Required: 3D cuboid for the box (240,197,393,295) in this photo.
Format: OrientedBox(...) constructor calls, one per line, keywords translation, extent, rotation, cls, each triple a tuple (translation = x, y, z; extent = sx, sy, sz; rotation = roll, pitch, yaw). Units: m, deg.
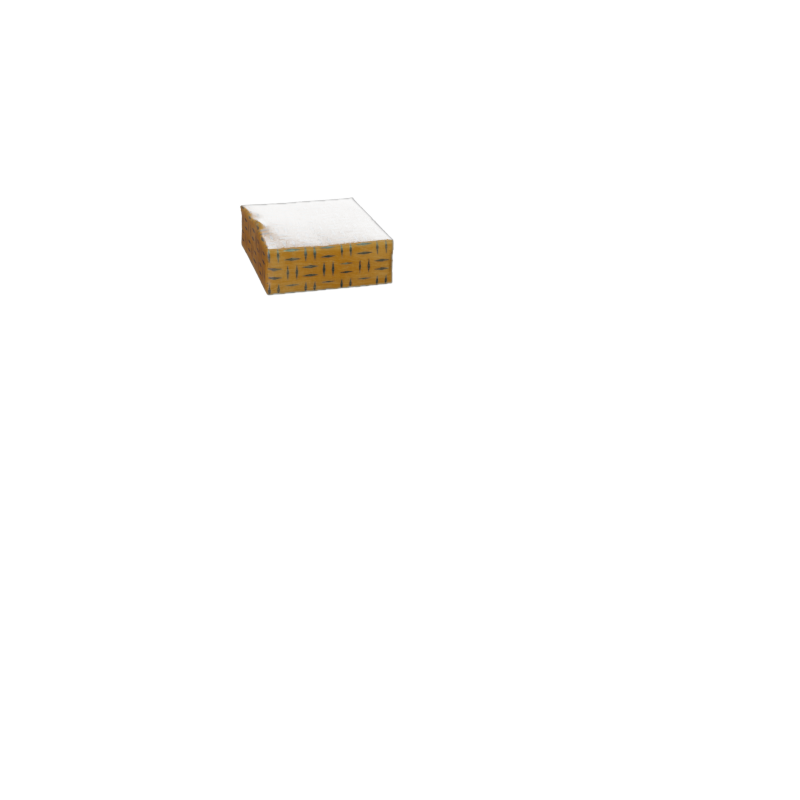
OrientedBox(translation=(-0.051, -0.093, 0.650), extent=(0.072, 0.029, 0.095), rotation=(-6, 26, -14), cls="box")
